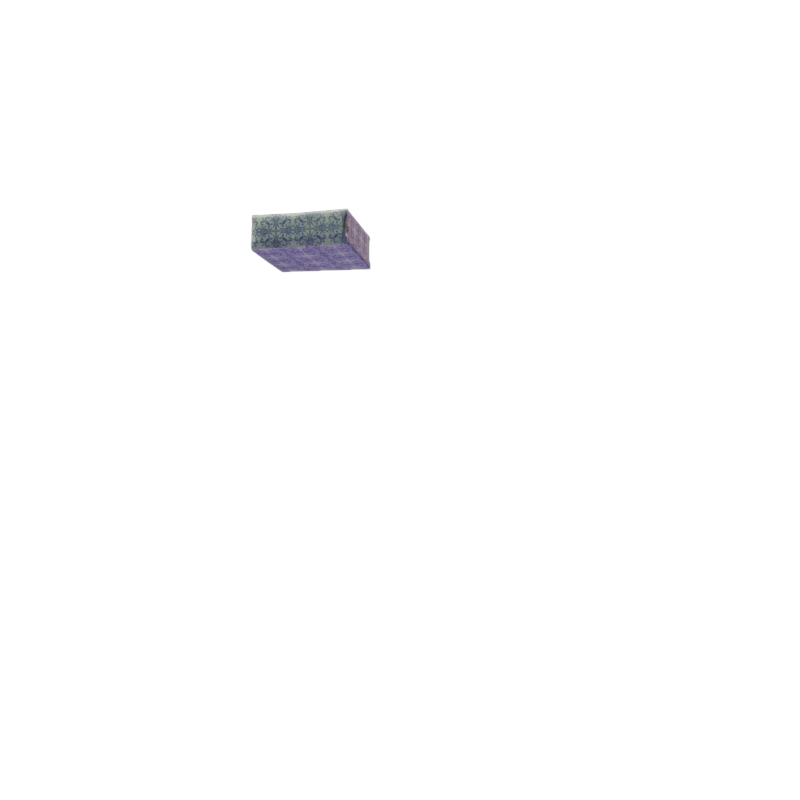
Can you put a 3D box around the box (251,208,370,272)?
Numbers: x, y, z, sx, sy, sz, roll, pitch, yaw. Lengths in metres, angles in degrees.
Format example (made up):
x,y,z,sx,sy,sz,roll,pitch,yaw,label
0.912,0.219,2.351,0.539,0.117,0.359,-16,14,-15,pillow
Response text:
x,y,z,sx,sy,sz,roll,pitch,yaw,label
-0.066,-0.120,0.842,0.074,0.031,0.086,-1,-6,12,box
